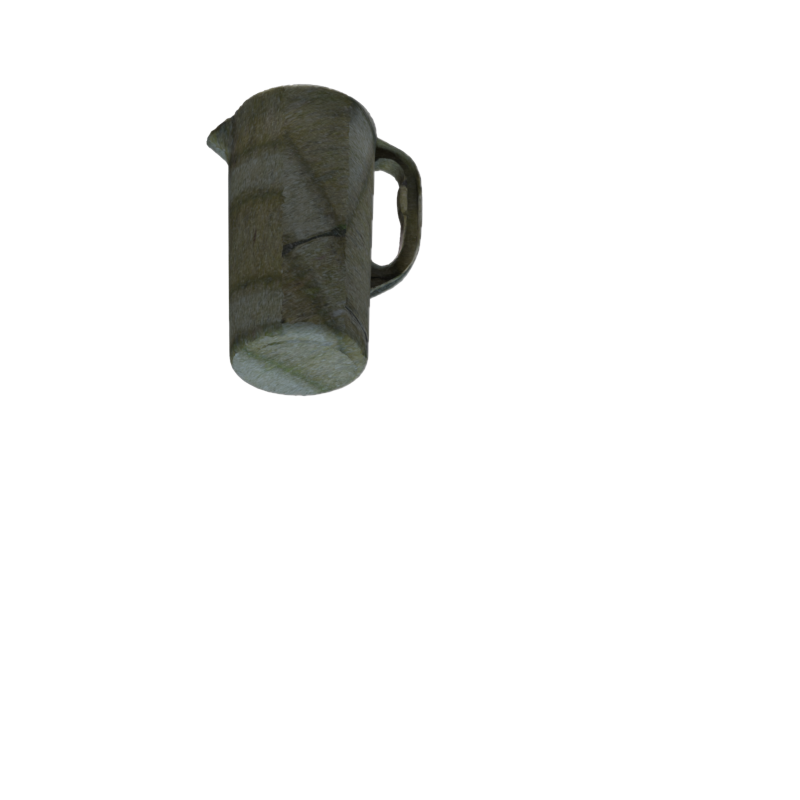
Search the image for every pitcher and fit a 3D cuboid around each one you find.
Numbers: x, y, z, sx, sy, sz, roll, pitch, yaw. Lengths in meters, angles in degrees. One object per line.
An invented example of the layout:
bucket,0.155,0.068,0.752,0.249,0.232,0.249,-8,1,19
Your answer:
pitcher,-0.072,-0.131,0.920,0.151,0.259,0.134,-18,-35,25
